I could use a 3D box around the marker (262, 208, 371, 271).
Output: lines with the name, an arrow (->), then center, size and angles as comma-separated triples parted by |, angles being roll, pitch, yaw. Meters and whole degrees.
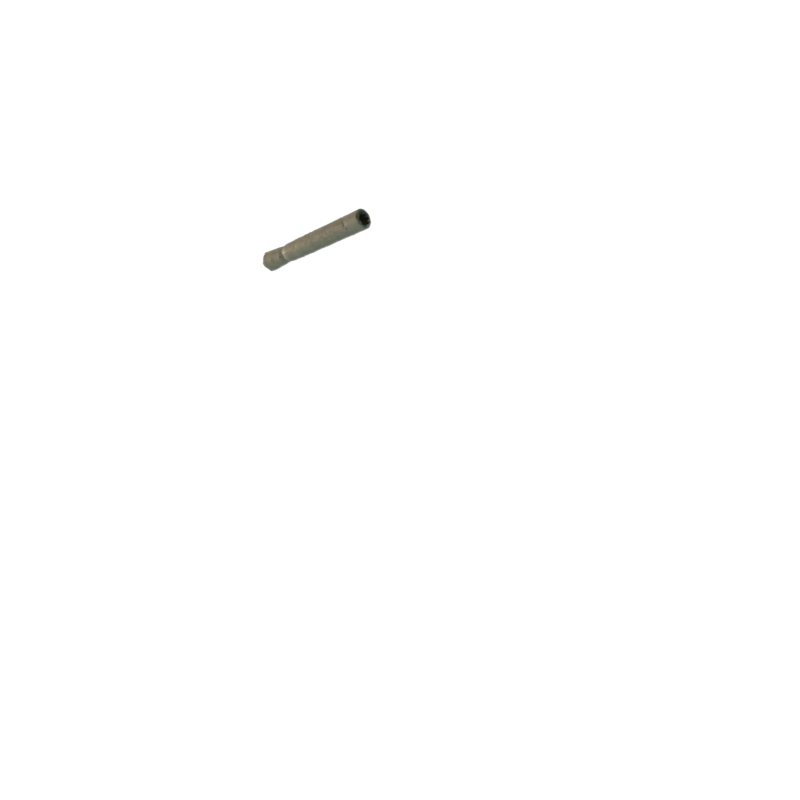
marker -> -0.077, -0.140, 0.983 | 0.122, 0.020, 0.019 | -18, -8, 37
